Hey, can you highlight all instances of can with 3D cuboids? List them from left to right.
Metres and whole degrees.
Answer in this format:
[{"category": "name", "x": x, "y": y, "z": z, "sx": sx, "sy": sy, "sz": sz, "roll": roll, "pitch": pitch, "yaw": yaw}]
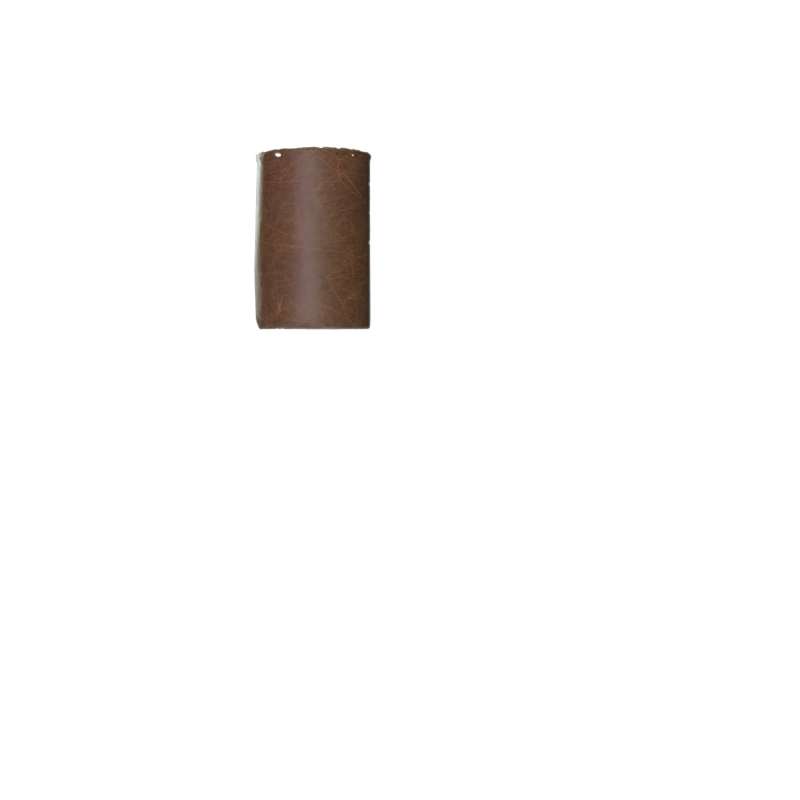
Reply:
[{"category": "can", "x": -0.051, "y": -0.092, "z": 0.648, "sx": 0.068, "sy": 0.103, "sz": 0.068, "roll": 0, "pitch": -2, "yaw": -2}]
